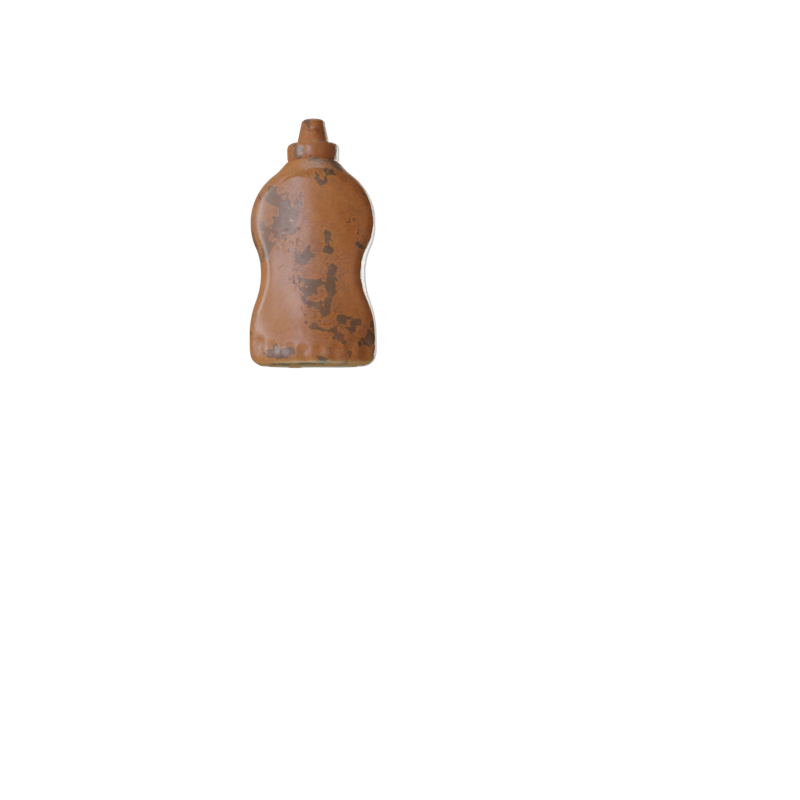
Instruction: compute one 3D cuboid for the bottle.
[{"bbox_3d":[-0.067,-0.122,0.855,0.096,0.196,0.057,-1,-9,3],"label":"bottle"}]
